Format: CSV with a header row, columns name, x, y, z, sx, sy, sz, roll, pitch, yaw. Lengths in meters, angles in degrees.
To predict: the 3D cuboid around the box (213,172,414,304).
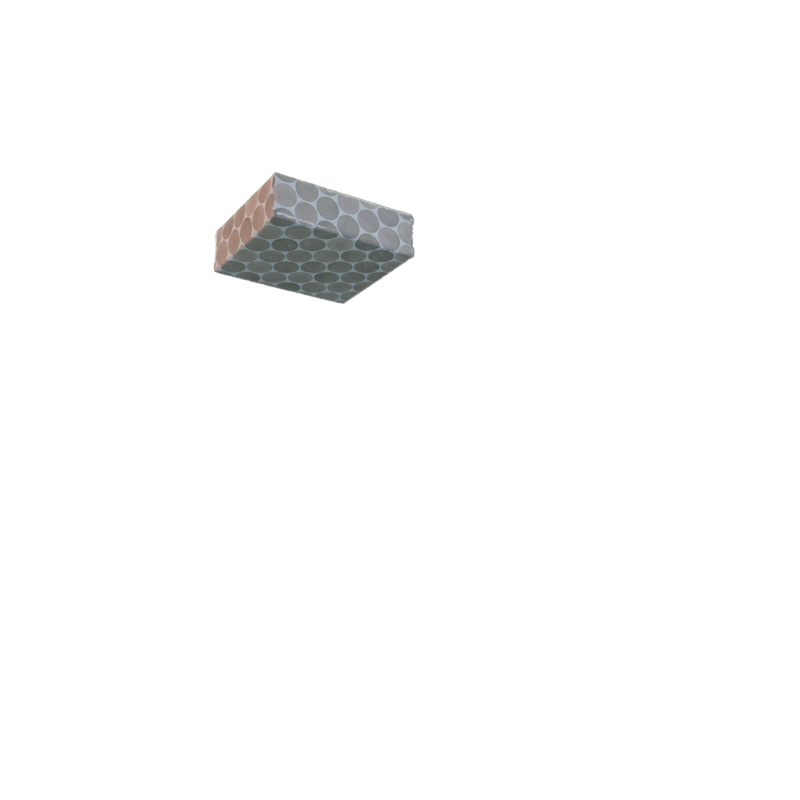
name,x,y,z,sx,sy,sz,roll,pitch,yaw
box,-0.048,-0.087,0.613,0.085,0.032,0.072,13,-26,-28
